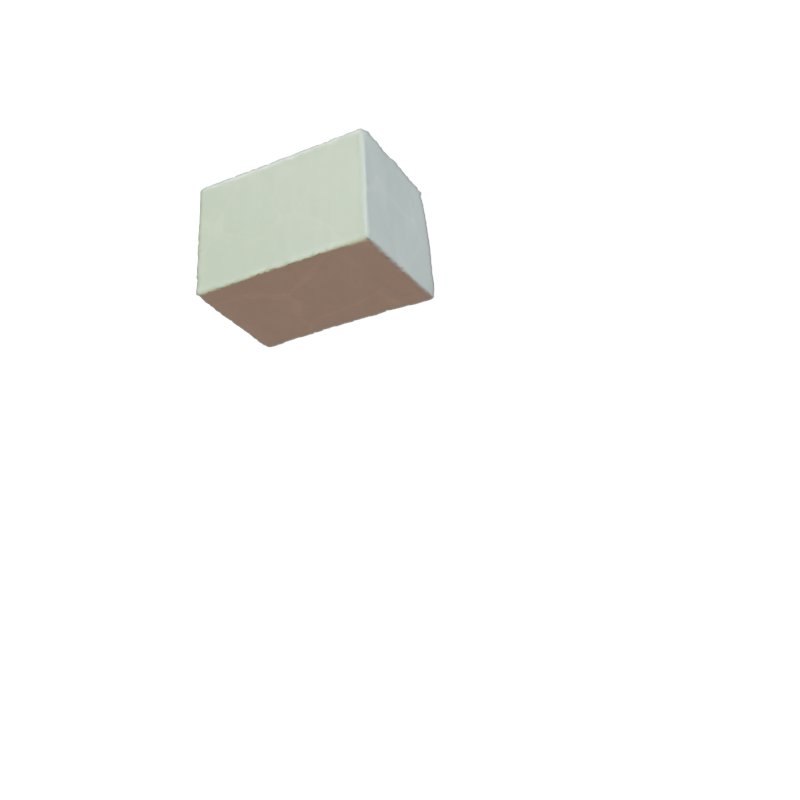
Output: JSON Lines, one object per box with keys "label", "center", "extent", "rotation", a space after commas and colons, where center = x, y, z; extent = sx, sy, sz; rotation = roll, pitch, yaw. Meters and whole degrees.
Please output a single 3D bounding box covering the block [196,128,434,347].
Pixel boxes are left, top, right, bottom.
{"label": "block", "center": [-0.034, -0.062, 0.433], "extent": [0.079, 0.055, 0.049], "rotation": [-15, -32, 25]}
